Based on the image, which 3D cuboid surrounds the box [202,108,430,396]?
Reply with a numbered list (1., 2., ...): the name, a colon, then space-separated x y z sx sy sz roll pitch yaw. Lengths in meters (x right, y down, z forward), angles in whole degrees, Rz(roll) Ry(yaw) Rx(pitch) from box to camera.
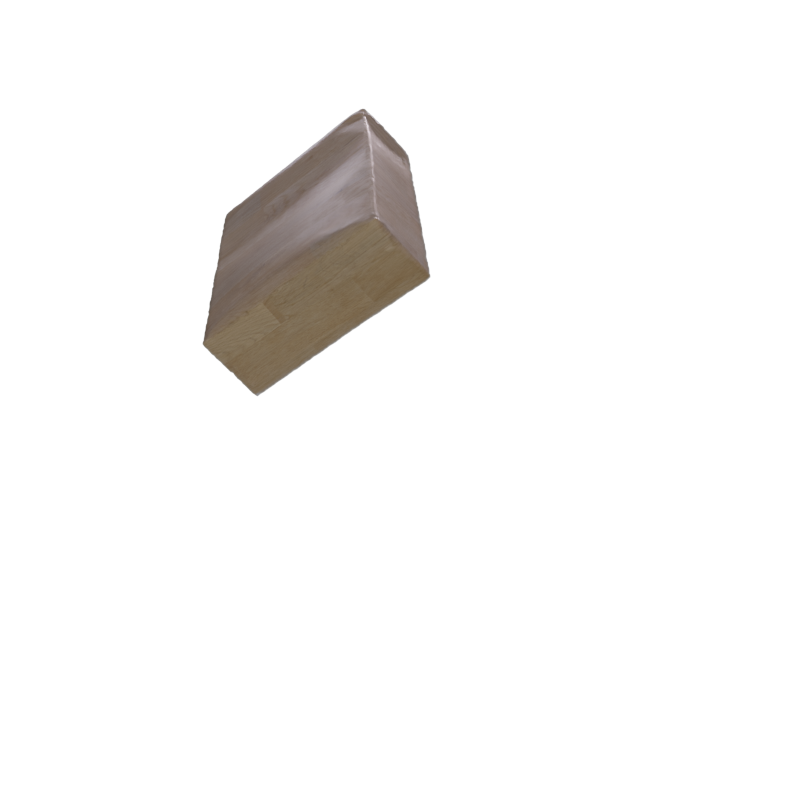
1. box: -0.069 -0.125 0.879 0.163 0.068 0.228 -34 30 18
